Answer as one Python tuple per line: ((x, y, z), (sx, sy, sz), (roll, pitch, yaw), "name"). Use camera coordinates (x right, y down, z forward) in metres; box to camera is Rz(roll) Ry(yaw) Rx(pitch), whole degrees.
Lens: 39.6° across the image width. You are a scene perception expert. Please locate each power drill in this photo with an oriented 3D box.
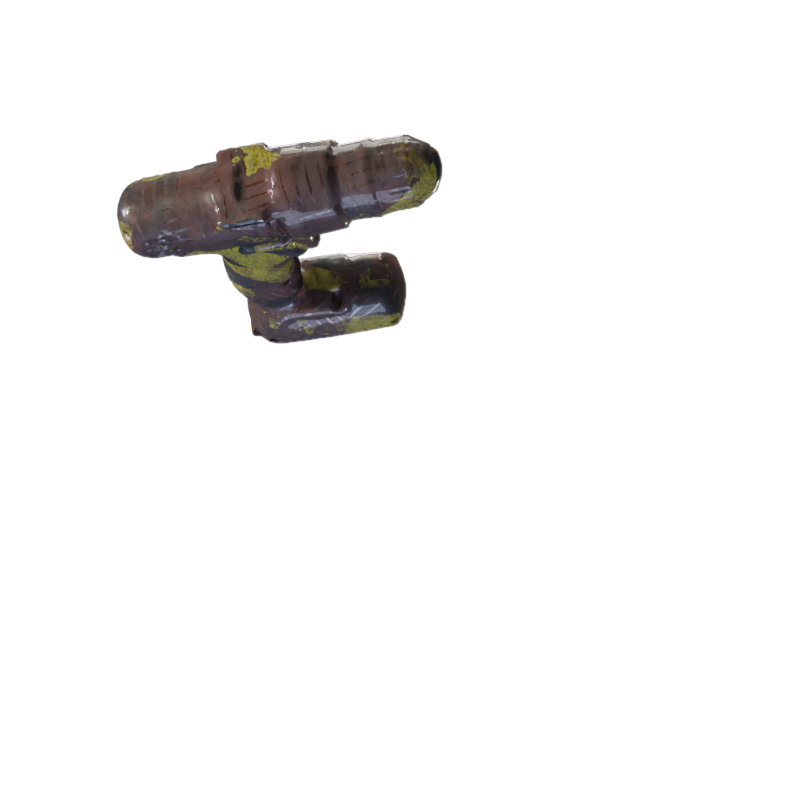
((-0.052, -0.096, 0.670), (0.187, 0.060, 0.176), (-5, -20, 14), "power drill")
